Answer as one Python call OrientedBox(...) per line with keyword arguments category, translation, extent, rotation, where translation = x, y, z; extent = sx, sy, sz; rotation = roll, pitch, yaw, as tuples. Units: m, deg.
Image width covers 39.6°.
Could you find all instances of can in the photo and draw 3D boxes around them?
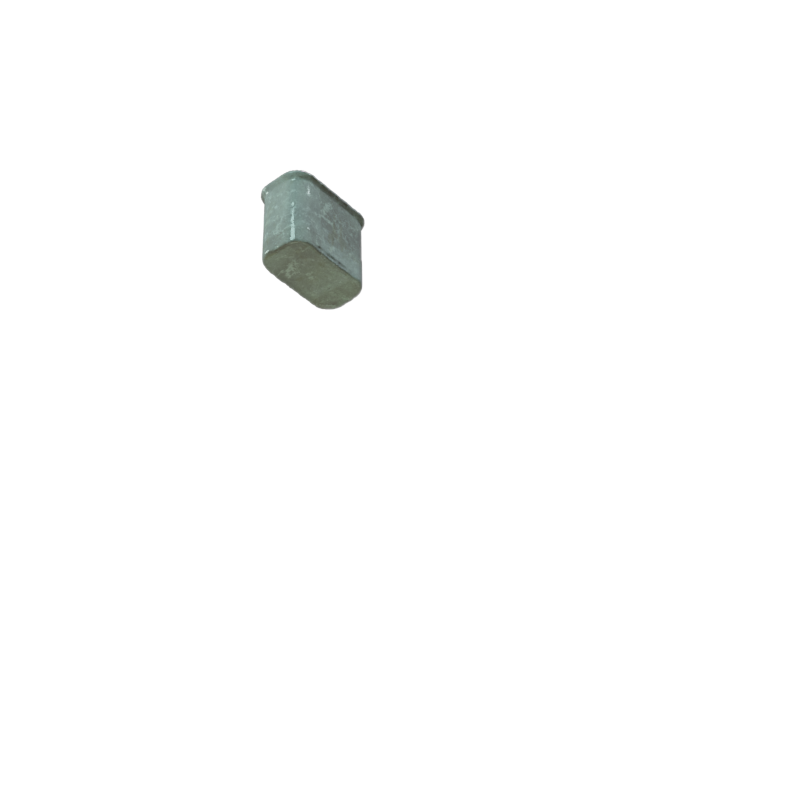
OrientedBox(category="can", translation=(-0.077, -0.141, 0.989), extent=(0.057, 0.090, 0.095), rotation=(-30, -46, 29))
